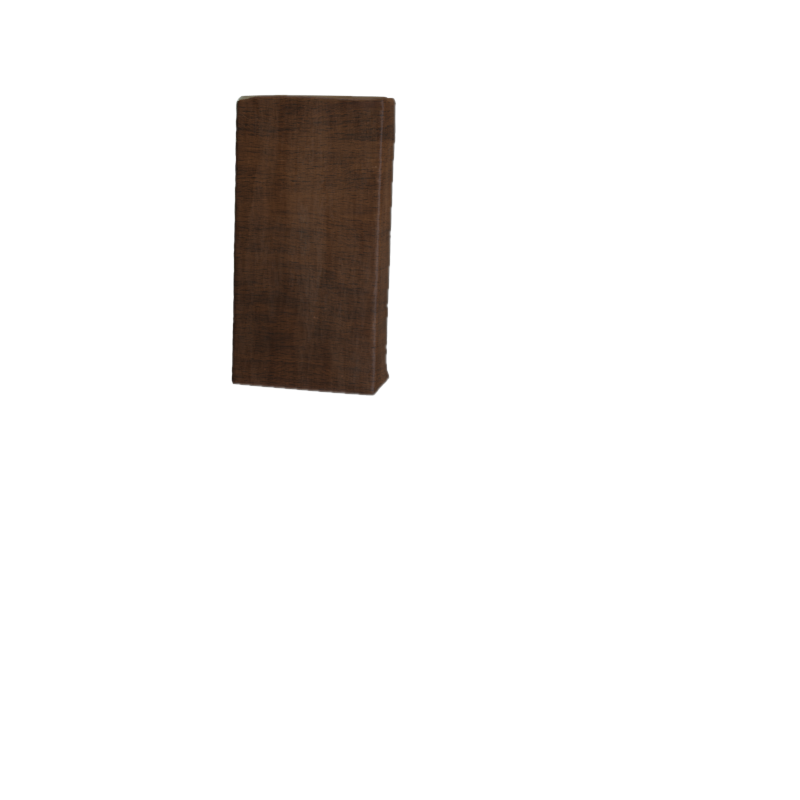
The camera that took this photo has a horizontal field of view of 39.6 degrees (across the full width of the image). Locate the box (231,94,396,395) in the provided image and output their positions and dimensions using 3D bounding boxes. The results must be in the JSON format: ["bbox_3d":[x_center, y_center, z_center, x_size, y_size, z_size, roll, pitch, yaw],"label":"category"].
[{"bbox_3d":[-0.053,-0.096,0.672,0.095,0.173,0.048,3,9,13],"label":"box"}]
